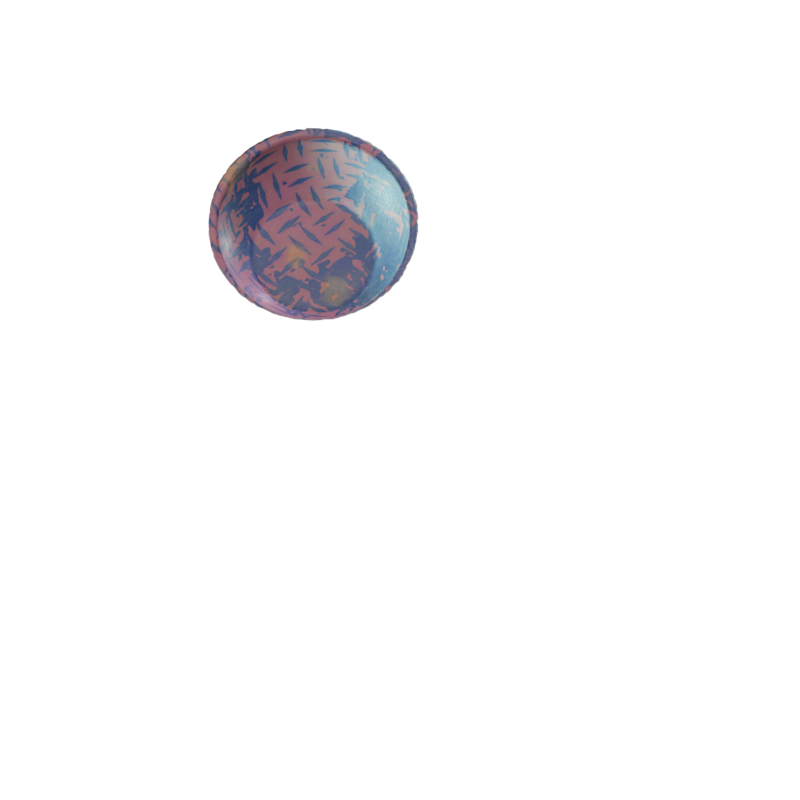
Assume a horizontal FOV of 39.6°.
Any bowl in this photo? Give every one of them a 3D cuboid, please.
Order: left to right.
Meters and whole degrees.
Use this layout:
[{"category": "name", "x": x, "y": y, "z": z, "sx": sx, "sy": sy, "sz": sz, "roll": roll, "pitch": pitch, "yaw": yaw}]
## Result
[{"category": "bowl", "x": -0.065, "y": -0.118, "z": 0.828, "sx": 0.162, "sy": 0.153, "sz": 0.058, "roll": 1, "pitch": 27, "yaw": -1}]
